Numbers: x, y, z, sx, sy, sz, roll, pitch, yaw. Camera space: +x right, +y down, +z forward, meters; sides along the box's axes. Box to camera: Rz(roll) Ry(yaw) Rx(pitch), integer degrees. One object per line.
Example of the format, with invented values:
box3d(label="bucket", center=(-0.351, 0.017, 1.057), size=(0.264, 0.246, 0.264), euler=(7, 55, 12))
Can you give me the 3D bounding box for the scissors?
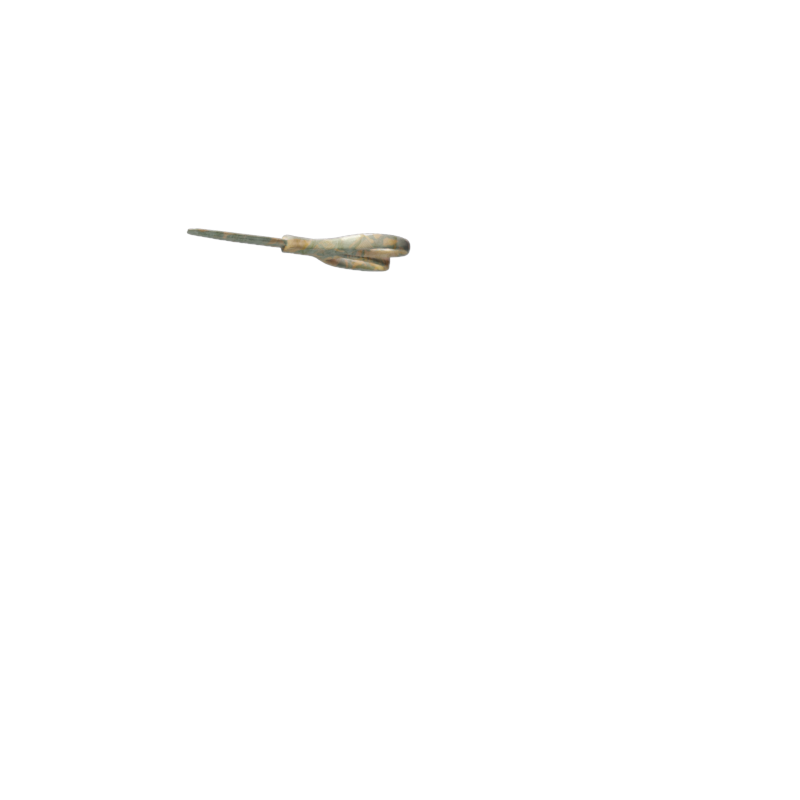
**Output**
box3d(label="scissors", center=(-0.075, -0.137, 0.962), size=(0.192, 0.016, 0.098), euler=(7, -11, -42))
